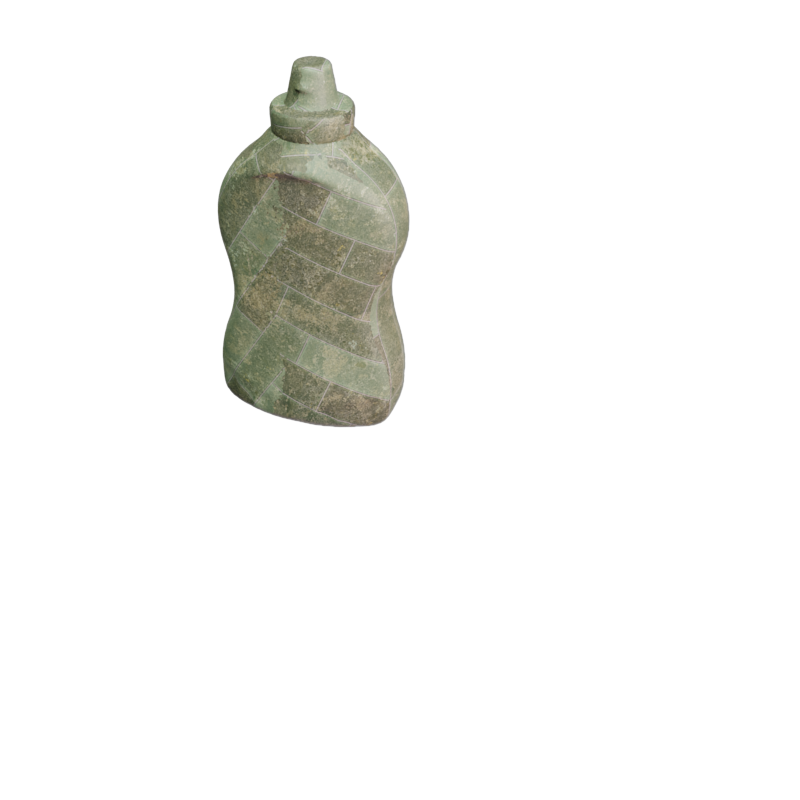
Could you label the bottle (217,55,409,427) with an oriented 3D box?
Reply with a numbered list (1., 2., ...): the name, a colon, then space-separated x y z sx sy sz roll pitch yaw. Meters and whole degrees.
1. bottle: -0.044 -0.080 0.561 0.099 0.180 0.060 13 32 17
